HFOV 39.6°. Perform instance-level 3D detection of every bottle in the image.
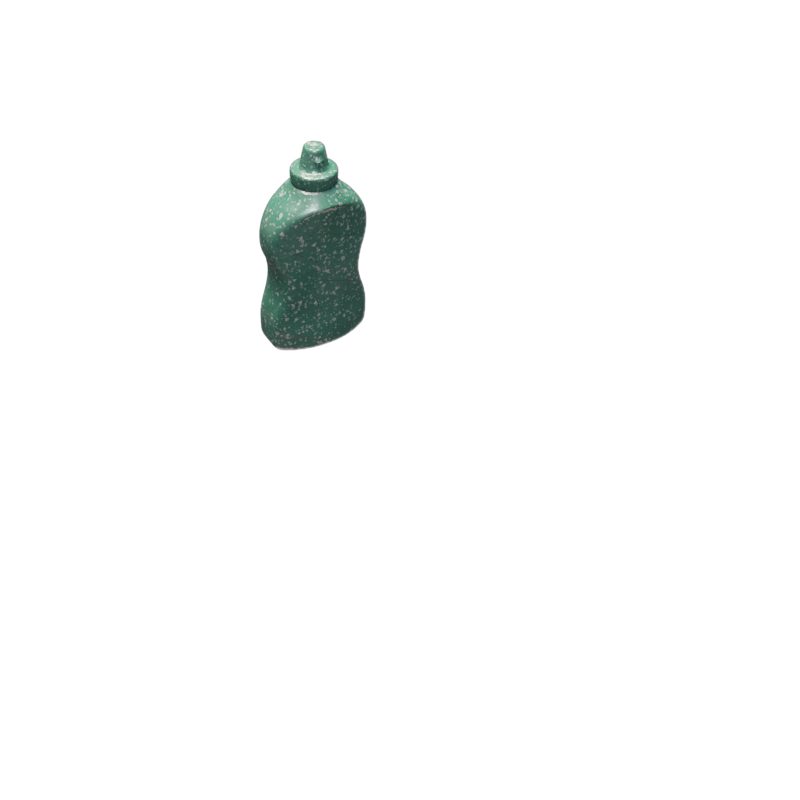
[{"bbox_3d":[-0.075,-0.137,0.964,0.095,0.179,0.063,-17,41,-24],"label":"bottle"}]
